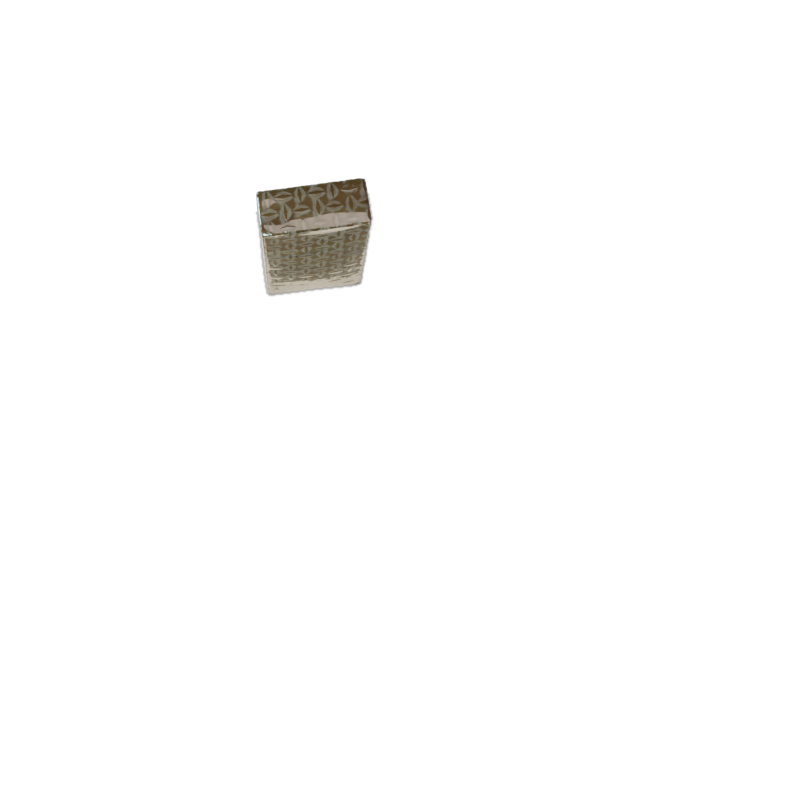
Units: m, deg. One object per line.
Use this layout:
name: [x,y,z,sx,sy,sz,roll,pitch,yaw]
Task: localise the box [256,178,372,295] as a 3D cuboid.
box: [-0.077,-0.139,0.978,0.093,0.050,0.171,-8,-9,-5]
